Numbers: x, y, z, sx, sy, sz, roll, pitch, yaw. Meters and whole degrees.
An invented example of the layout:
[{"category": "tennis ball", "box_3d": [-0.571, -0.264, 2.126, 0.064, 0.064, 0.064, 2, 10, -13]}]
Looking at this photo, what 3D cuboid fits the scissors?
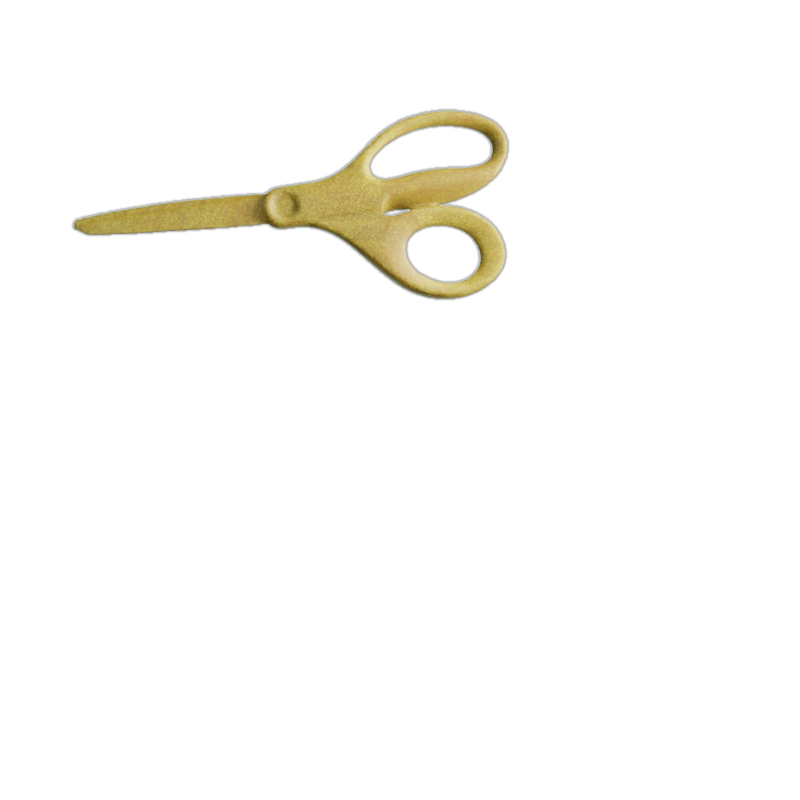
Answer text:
[{"category": "scissors", "box_3d": [-0.040, -0.073, 0.509, 0.201, 0.099, 0.015, -21, -9, -4]}]
